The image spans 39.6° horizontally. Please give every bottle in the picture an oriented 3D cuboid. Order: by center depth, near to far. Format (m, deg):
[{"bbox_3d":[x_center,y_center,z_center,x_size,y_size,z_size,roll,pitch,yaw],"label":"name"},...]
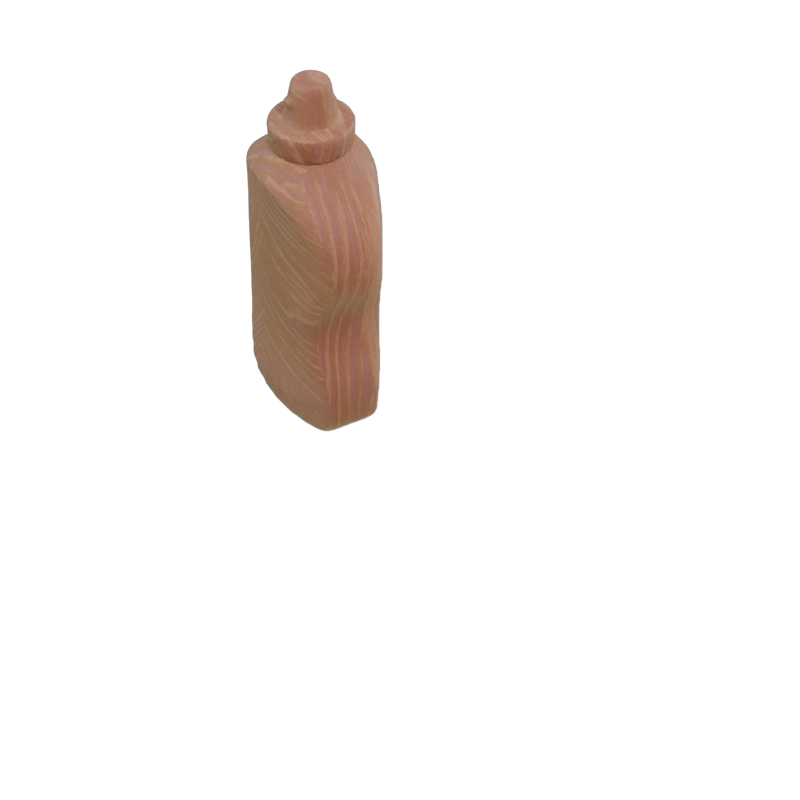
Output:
[{"bbox_3d":[-0.044,-0.079,0.556,0.058,0.179,0.104,-17,48,-20],"label":"bottle"}]
